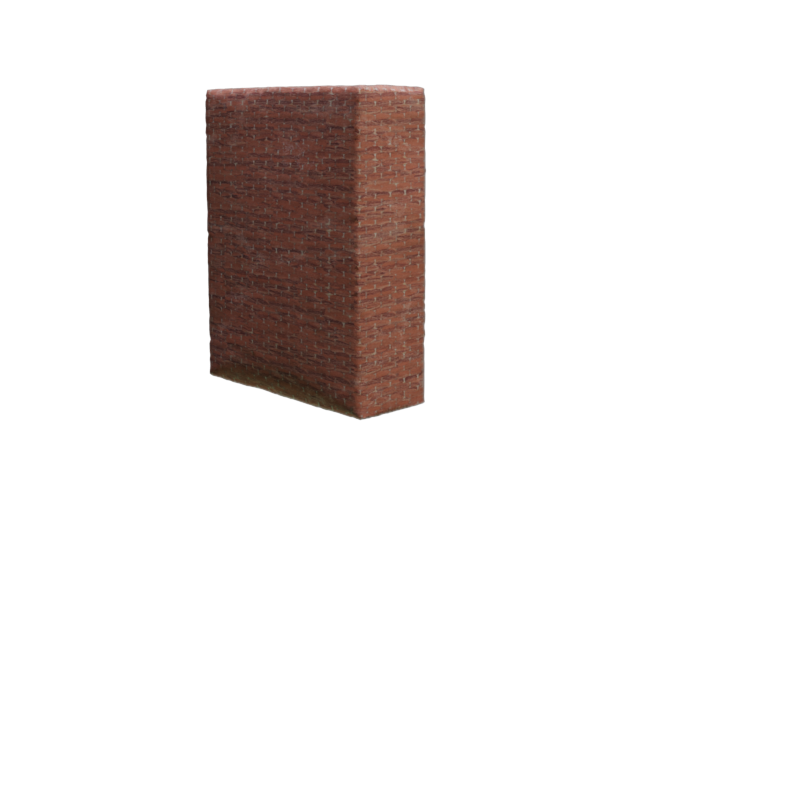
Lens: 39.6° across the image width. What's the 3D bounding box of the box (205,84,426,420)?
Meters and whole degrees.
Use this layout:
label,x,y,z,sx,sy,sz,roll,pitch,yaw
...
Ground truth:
label,x,y,z,sx,sy,sz,roll,pitch,yaw
box,-0.060,-0.110,0.773,0.070,0.210,0.173,-7,12,-43
